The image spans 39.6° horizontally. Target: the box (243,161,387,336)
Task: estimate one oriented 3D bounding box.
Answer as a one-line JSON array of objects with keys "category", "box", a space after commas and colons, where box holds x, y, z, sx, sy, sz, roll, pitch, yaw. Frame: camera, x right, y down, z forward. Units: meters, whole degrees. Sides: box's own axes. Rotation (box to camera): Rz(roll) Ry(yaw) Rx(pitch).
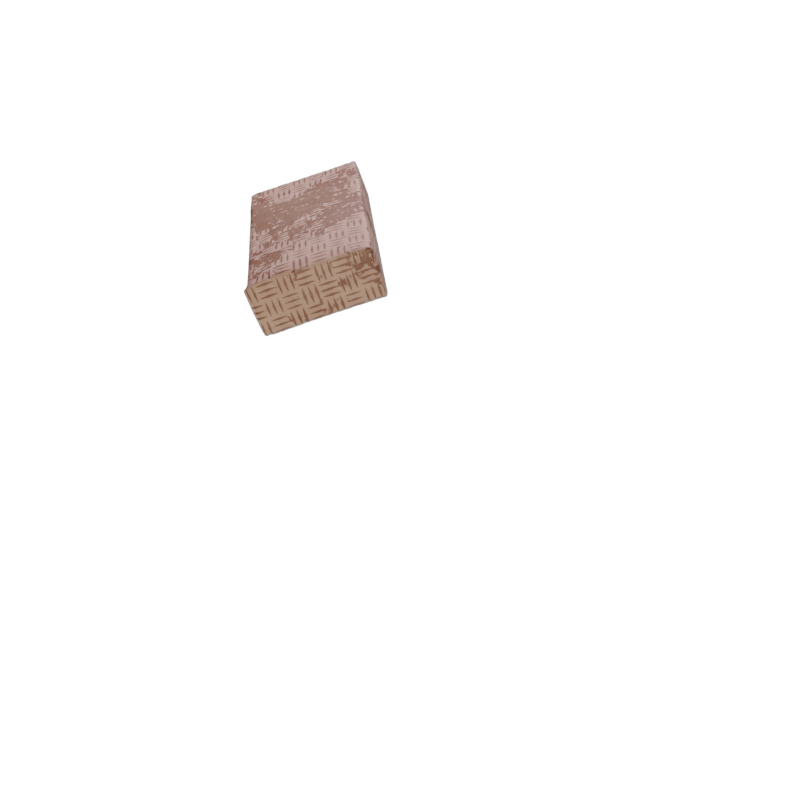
[{"category": "box", "box": [-0.065, -0.118, 0.828, 0.094, 0.045, 0.186, -18, 28, 6]}]
